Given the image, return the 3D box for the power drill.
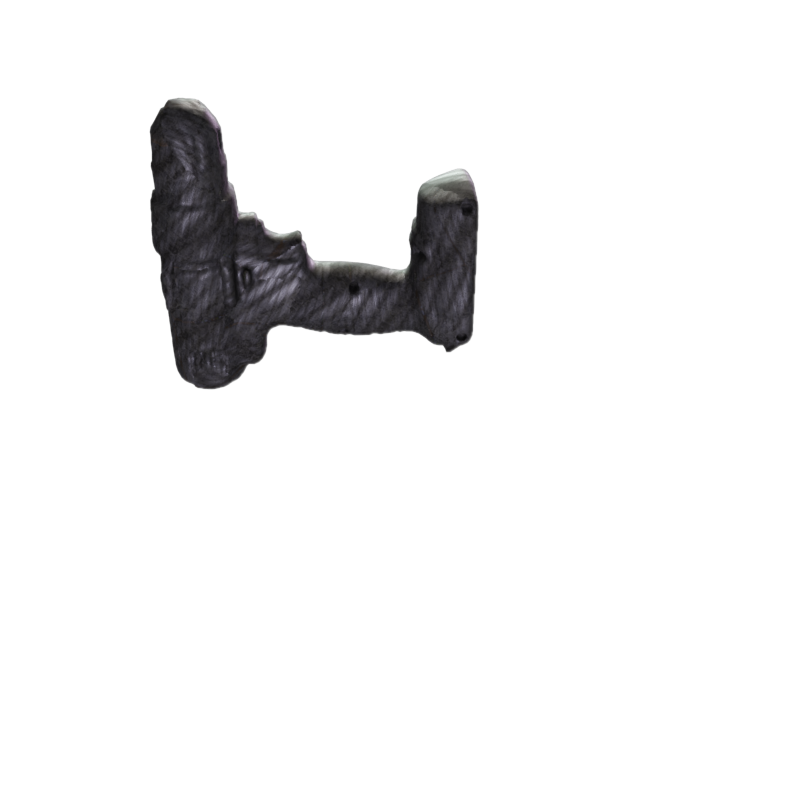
[{"bbox_3d":[-0.051,-0.093,0.651,0.188,0.173,0.061,-1,33,1],"label":"power drill"}]
